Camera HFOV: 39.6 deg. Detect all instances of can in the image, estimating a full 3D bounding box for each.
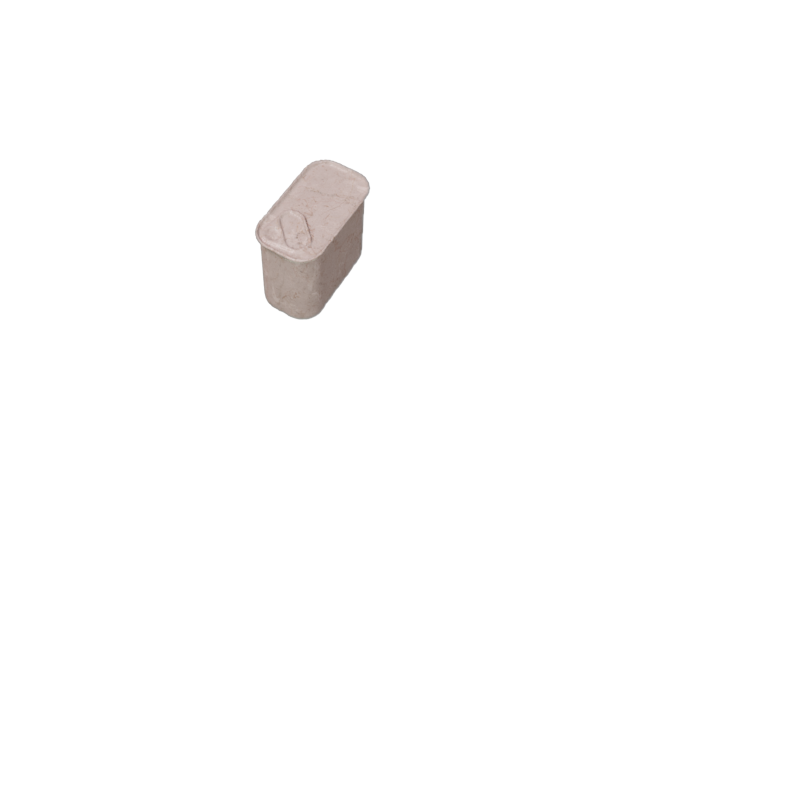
[{"bbox_3d":[-0.069,-0.126,0.885,0.060,0.105,0.078,26,-32,14],"label":"can"}]
